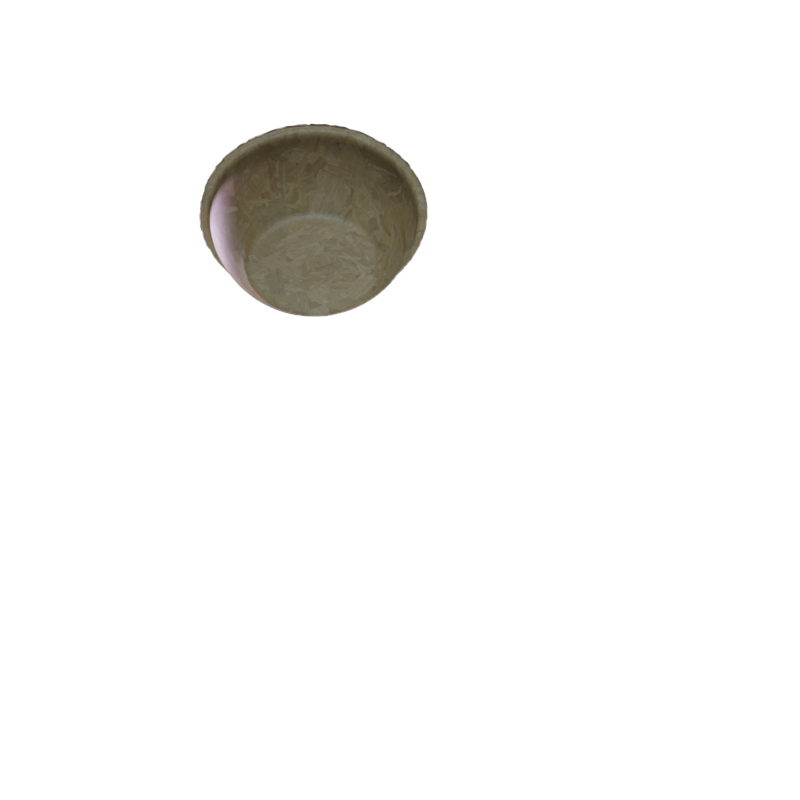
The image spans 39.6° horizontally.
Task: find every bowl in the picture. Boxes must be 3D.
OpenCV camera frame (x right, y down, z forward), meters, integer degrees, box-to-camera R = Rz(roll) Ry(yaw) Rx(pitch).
[{"bbox_3d":[-0.060,-0.109,0.766,0.162,0.151,0.059,1,43,-1],"label":"bowl"}]
